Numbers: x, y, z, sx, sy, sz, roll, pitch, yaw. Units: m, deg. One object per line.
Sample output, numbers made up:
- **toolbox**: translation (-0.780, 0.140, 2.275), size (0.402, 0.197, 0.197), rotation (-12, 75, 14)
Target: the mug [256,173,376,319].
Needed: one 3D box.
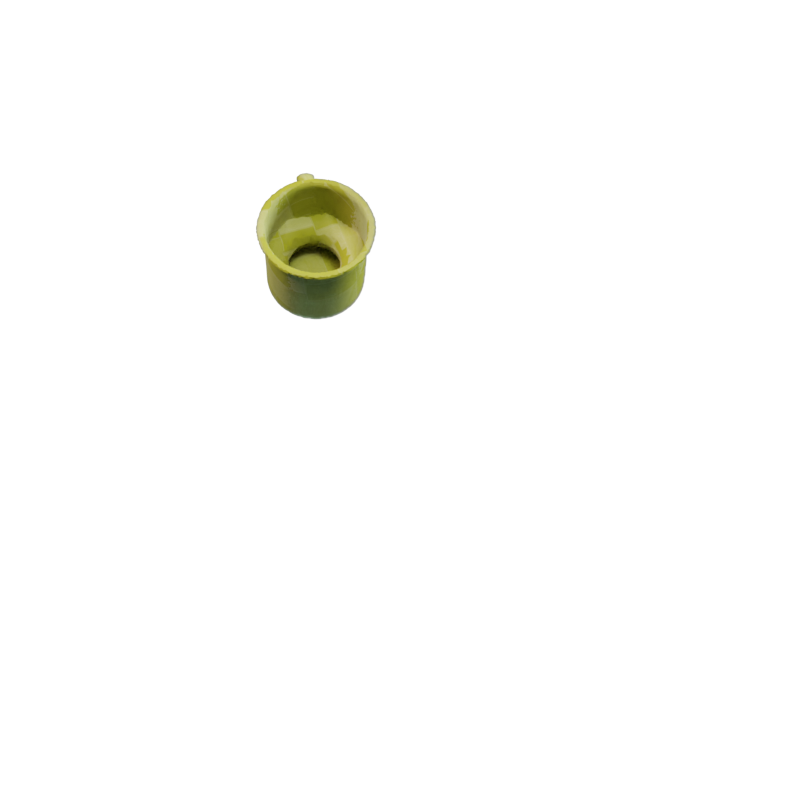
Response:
- **mug**: translation (-0.070, -0.128, 0.899), size (0.093, 0.125, 0.077), rotation (-10, -28, -7)
